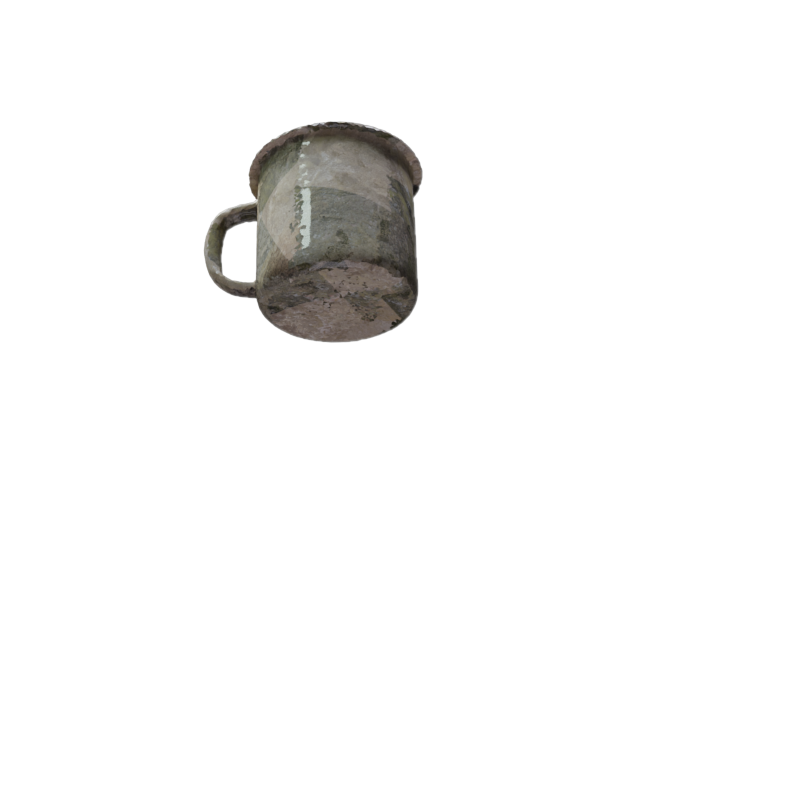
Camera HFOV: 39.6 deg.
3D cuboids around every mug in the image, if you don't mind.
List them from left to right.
[{"bbox_3d":[-0.045,-0.082,0.573,0.118,0.087,0.087,-5,-30,7],"label":"mug"}]
